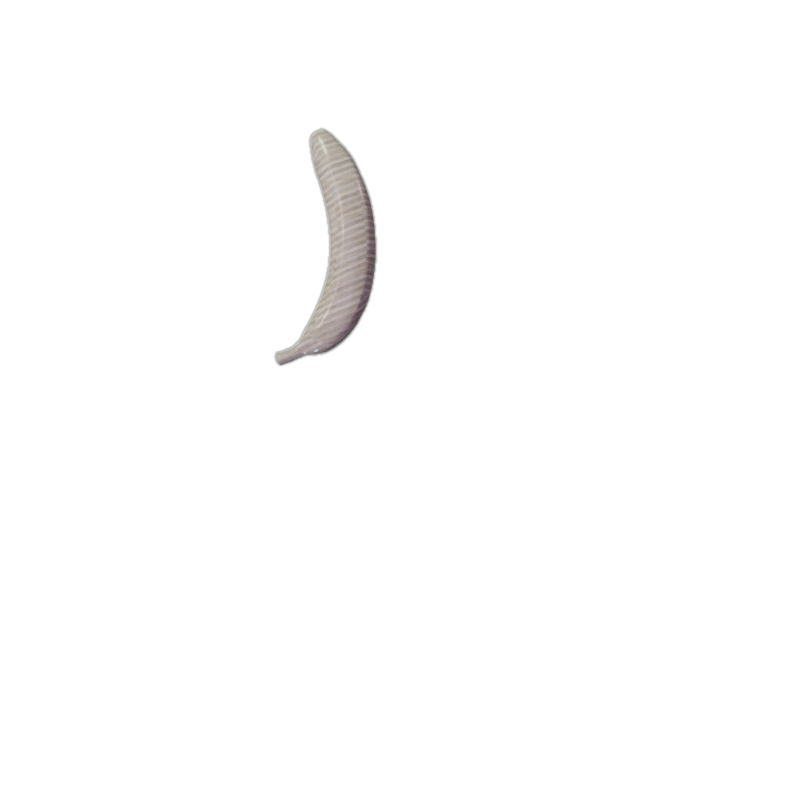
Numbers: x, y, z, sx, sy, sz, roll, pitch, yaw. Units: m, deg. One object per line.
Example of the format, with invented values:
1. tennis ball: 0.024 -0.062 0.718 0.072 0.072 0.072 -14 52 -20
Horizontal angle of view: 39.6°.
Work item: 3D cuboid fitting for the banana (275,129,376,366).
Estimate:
1. banana: -0.053 -0.122 0.900 0.070 0.202 0.036 9 -9 0
